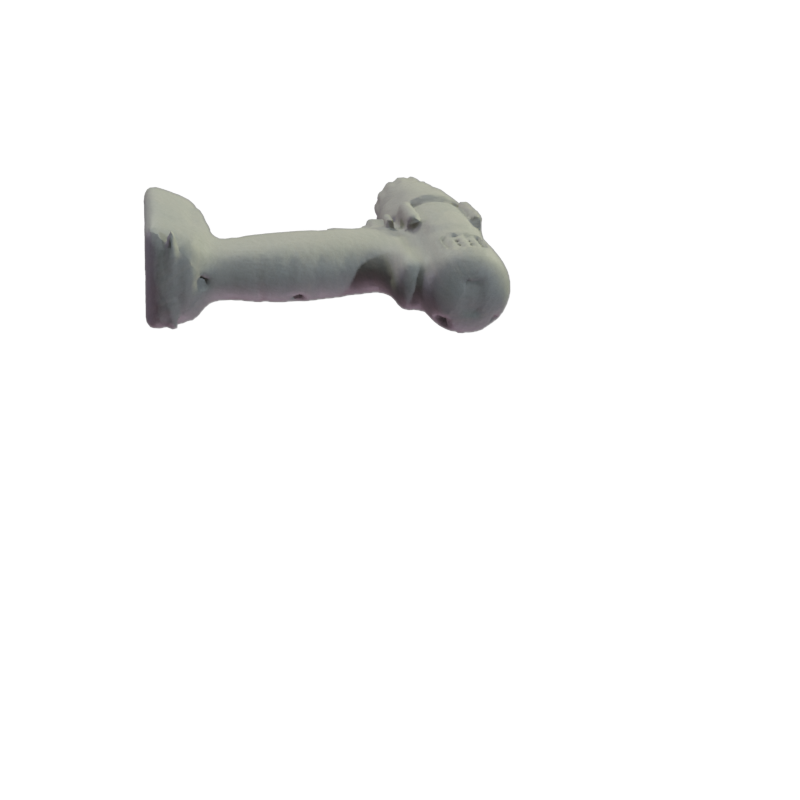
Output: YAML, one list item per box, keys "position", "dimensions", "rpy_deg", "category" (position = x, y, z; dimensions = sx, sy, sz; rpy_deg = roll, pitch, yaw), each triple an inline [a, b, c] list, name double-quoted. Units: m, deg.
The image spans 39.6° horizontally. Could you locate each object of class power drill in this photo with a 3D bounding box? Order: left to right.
- position: [-0.048, -0.088, 0.616]
  dimensions: [0.186, 0.055, 0.195]
  rpy_deg: [-3, 23, -9]
  category: "power drill"
